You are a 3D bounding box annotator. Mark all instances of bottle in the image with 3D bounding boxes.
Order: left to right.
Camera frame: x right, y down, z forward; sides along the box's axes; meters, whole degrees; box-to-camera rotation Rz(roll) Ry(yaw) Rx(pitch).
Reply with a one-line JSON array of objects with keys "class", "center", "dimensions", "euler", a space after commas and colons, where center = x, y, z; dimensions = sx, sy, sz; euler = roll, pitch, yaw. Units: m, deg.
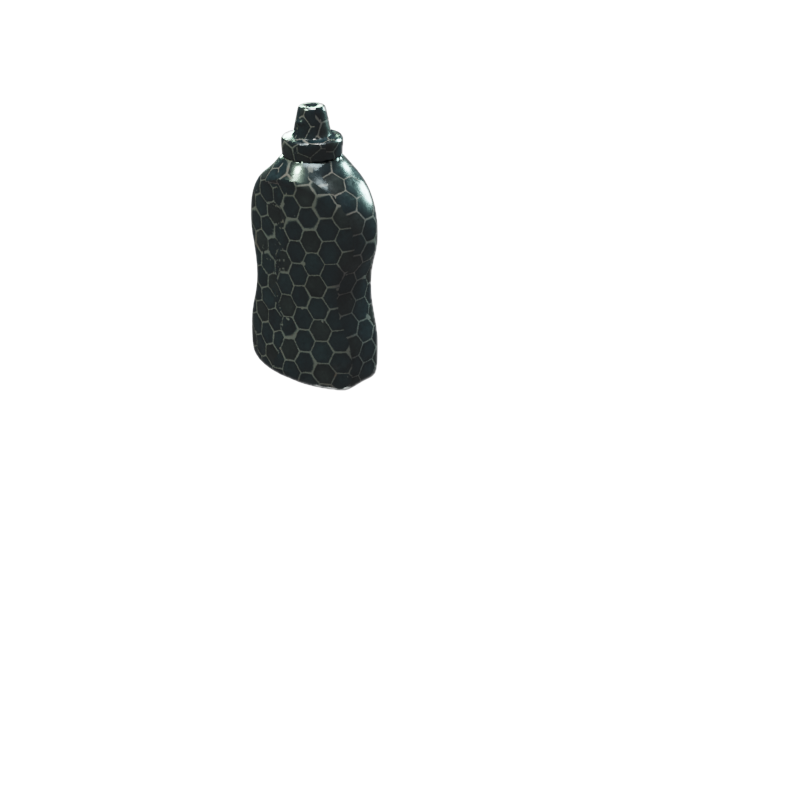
[{"class": "bottle", "center": [-0.060, -0.108, 0.757], "dimensions": [0.102, 0.182, 0.058], "euler": [21, 29, 38]}]
